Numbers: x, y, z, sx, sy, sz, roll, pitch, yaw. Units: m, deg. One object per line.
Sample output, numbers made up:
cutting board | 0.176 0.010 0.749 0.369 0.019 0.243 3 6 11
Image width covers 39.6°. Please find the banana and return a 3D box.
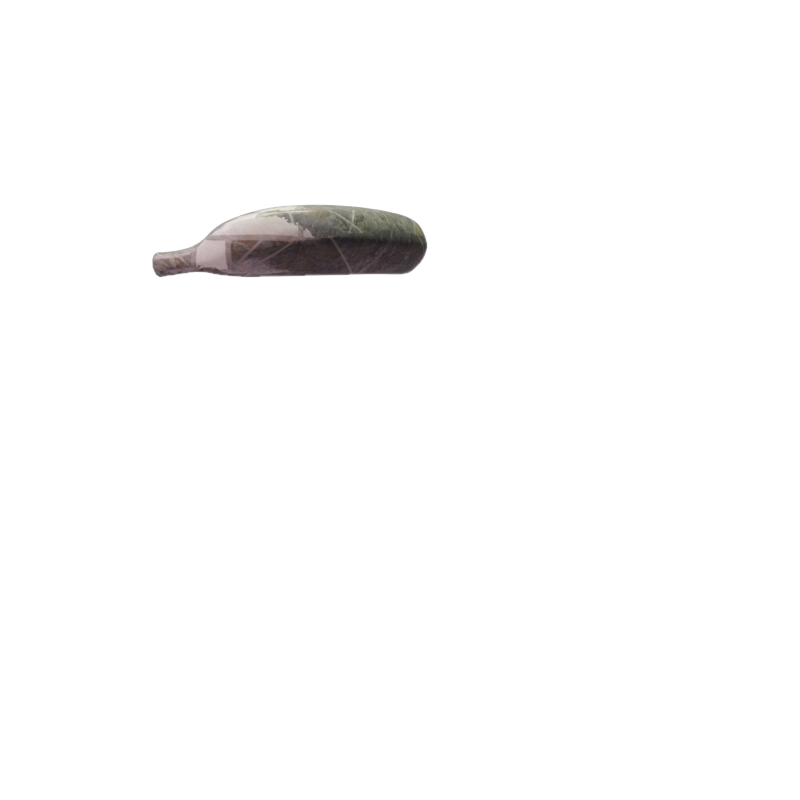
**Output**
banana | -0.036 -0.085 0.594 0.072 0.036 0.191 5 9 41
